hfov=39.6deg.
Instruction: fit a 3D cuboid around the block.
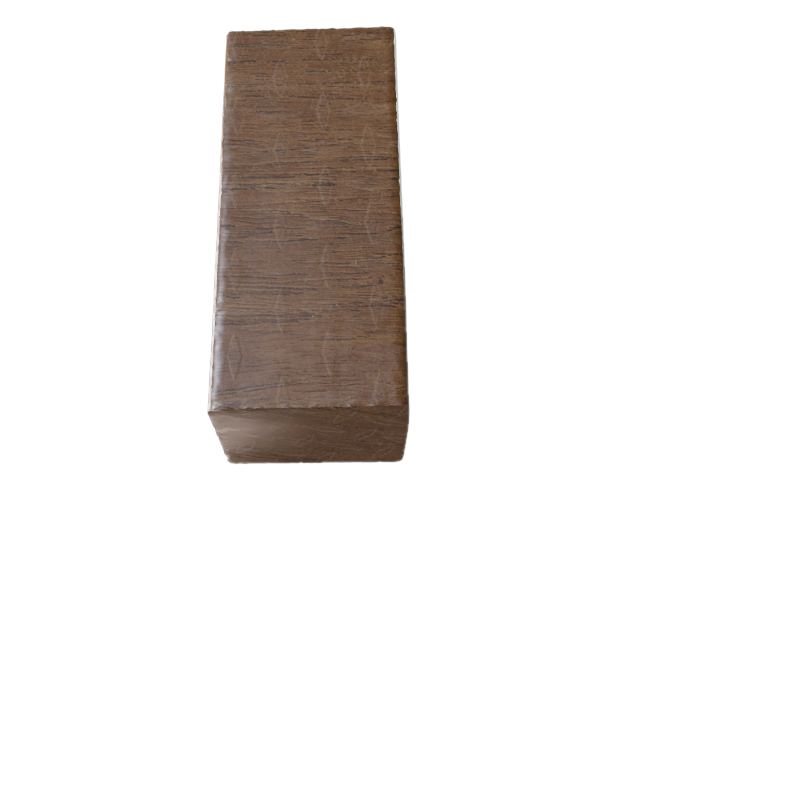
[{"bbox_3d":[-0.044,-0.081,0.567,0.091,0.218,0.085,-2,-25,0],"label":"block"}]
